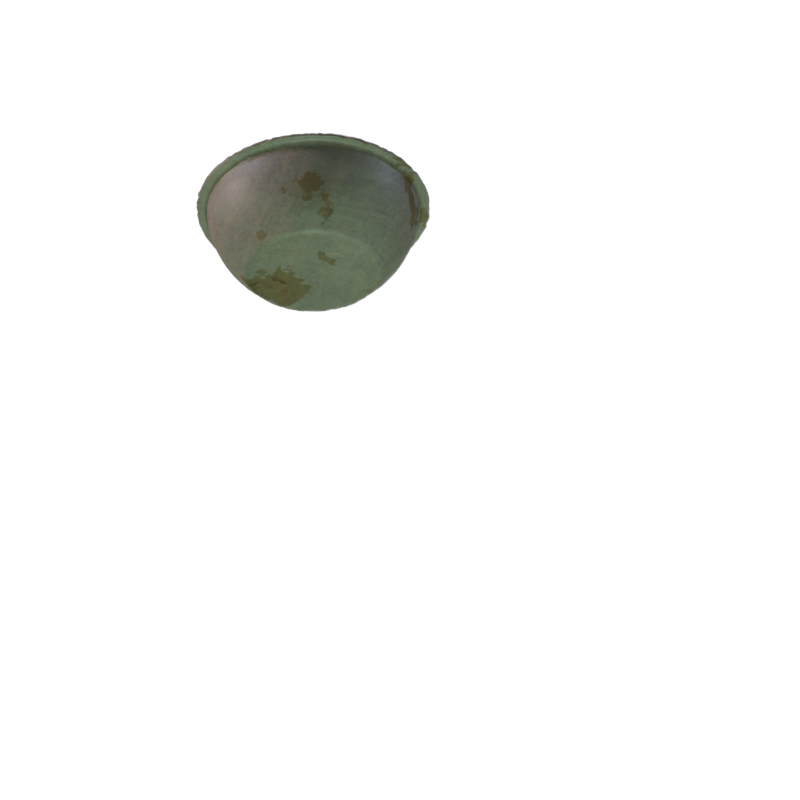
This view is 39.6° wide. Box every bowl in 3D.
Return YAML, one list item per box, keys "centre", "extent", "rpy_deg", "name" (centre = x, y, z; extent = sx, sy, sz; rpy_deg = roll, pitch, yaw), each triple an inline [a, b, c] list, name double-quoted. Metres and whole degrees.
- centre: [-0.059, -0.108, 0.754]
  extent: [0.162, 0.059, 0.152]
  rpy_deg: [1, -33, -2]
  name: "bowl"
